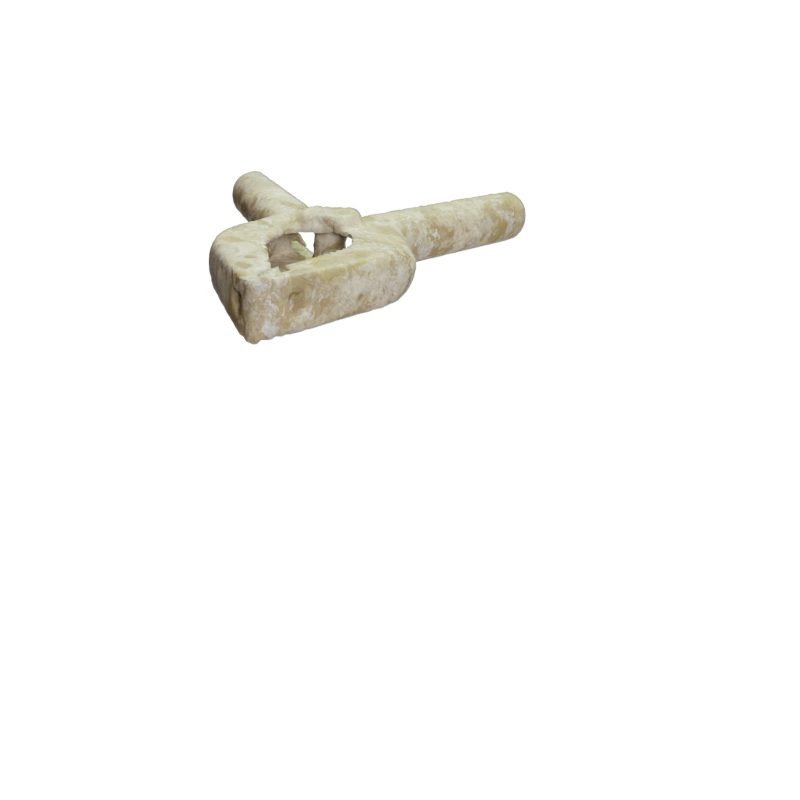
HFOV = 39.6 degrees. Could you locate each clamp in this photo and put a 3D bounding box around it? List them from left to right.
[{"bbox_3d":[-0.042,-0.077,0.541,0.170,0.035,0.212,9,24,20],"label":"clamp"}]
